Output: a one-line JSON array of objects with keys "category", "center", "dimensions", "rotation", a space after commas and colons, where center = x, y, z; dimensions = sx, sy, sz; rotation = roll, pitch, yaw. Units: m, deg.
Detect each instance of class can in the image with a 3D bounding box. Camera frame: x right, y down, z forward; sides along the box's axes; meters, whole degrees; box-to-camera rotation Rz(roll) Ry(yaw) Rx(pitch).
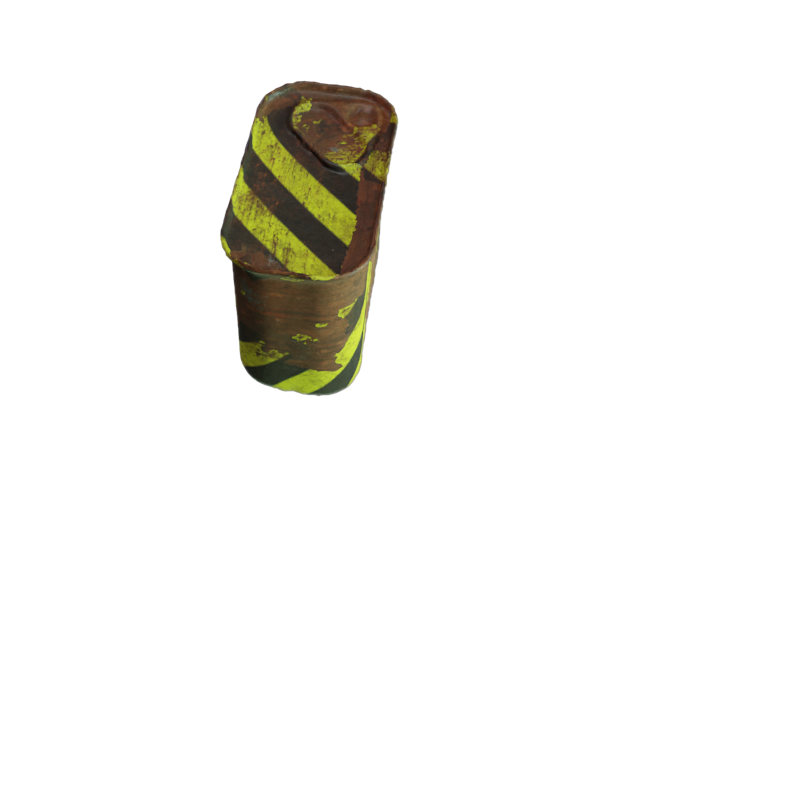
[{"category": "can", "center": [-0.036, -0.065, 0.455], "dimensions": [0.058, 0.108, 0.078], "rotation": [7, -36, 2]}]
